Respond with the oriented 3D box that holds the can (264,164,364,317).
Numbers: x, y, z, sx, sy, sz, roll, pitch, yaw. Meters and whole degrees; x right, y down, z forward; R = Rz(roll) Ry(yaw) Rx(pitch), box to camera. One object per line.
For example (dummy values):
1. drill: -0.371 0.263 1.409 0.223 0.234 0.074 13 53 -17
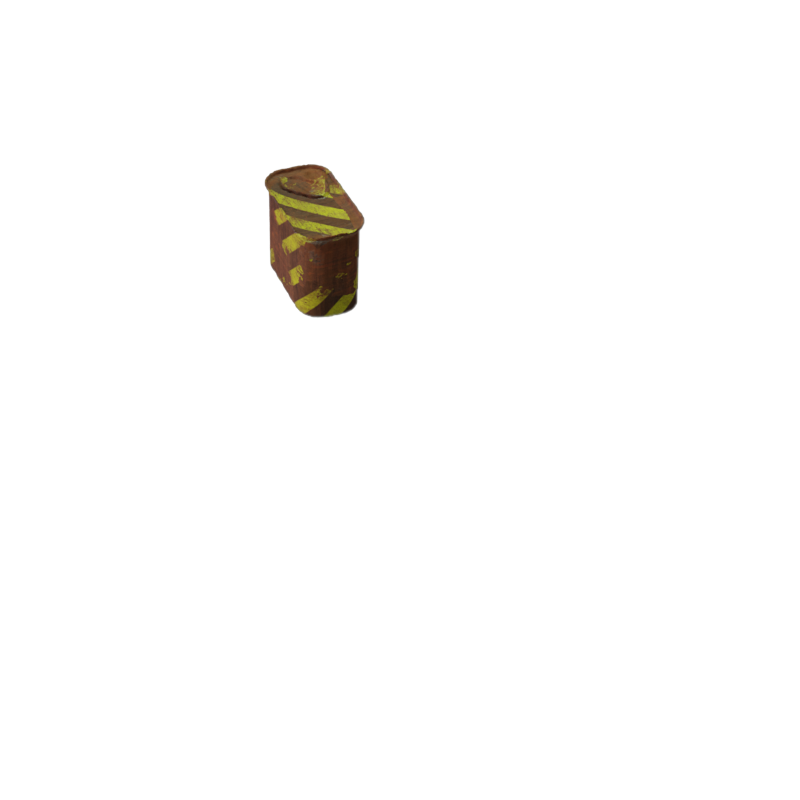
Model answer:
1. can: -0.070 -0.128 0.897 0.057 0.078 0.110 -14 43 -18
